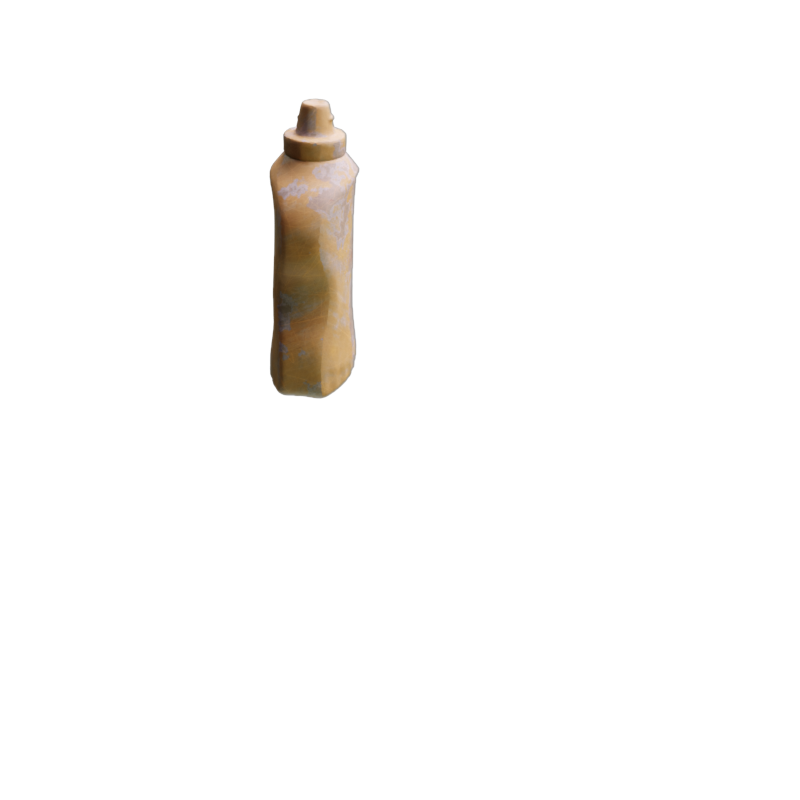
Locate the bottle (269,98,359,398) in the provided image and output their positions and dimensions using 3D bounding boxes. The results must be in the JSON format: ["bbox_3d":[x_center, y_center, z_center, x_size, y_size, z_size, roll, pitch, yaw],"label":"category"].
[{"bbox_3d":[-0.057,-0.105,0.739,0.059,0.182,0.100,5,25,8],"label":"bottle"}]
